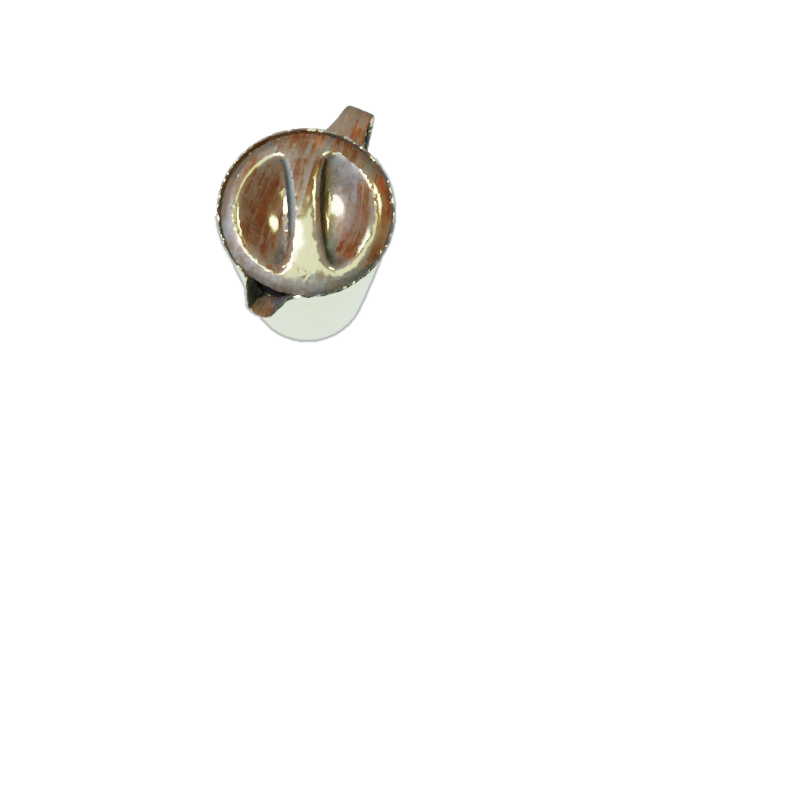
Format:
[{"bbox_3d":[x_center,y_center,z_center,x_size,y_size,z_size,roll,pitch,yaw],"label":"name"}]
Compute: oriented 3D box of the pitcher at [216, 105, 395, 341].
[{"bbox_3d":[-0.073,-0.133,0.933,0.149,0.150,0.236,-21,-9,-7],"label":"pitcher"}]
